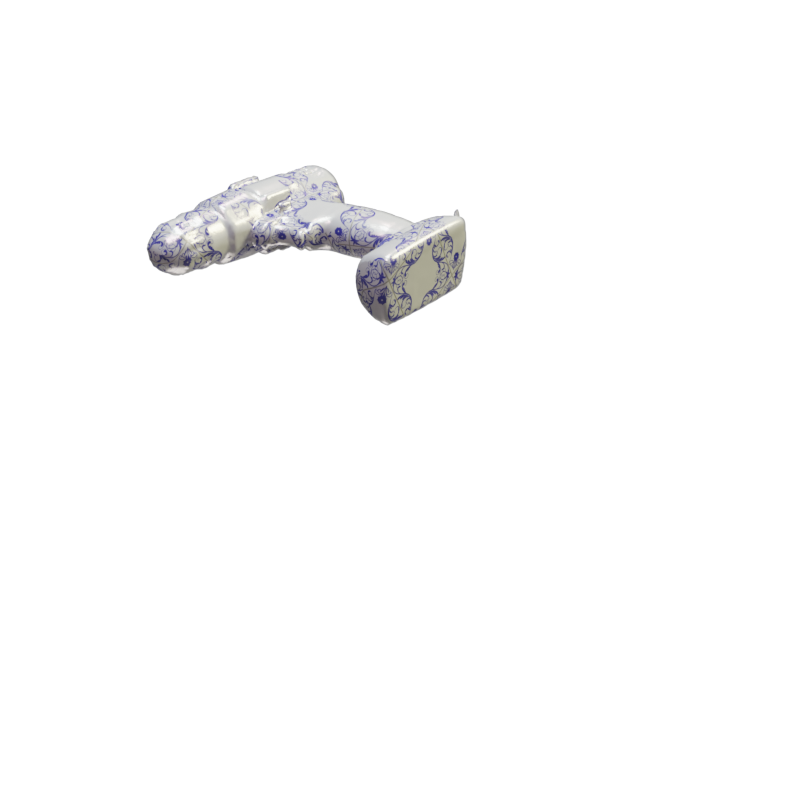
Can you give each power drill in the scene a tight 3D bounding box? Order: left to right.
[{"bbox_3d":[-0.063,-0.114,0.799,0.199,0.054,0.184,23,38,33],"label":"power drill"}]
